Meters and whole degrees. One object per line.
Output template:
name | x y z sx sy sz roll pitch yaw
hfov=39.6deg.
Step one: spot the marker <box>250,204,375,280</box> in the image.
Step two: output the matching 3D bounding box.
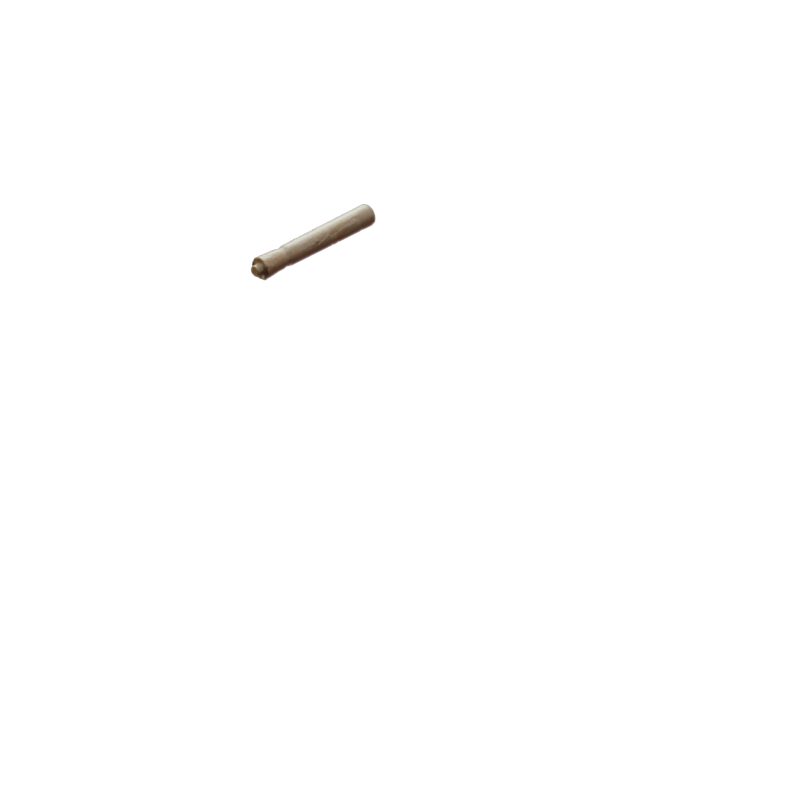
marker | -0.067 -0.122 0.855 0.121 0.019 0.021 -33 24 -36
